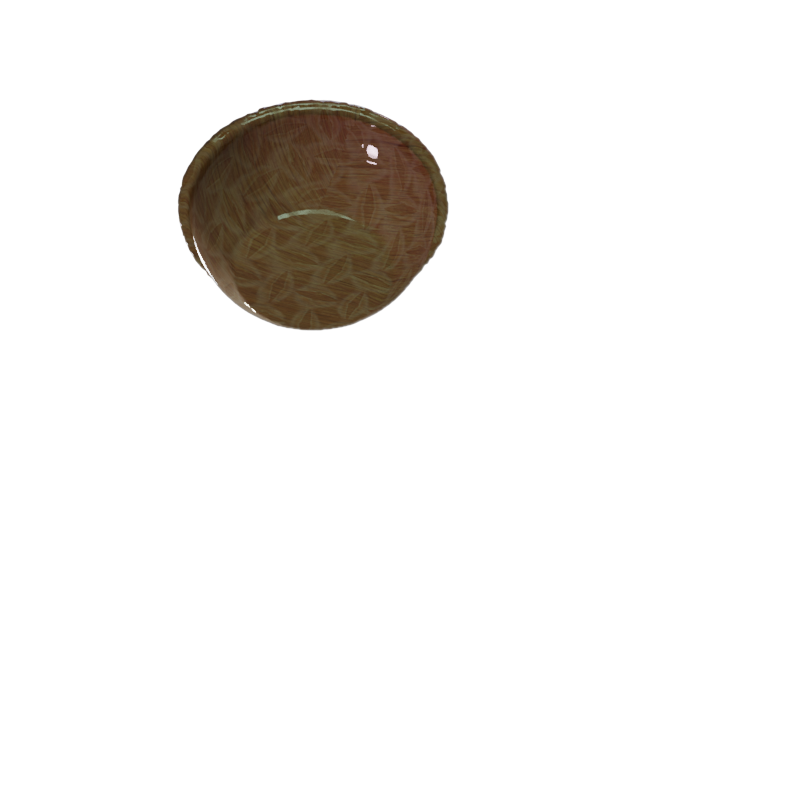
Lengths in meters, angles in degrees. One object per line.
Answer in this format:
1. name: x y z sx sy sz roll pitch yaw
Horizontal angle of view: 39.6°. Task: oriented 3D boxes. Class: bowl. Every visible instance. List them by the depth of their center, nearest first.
1. bowl: -0.050 -0.092 0.643 0.162 0.151 0.059 1 44 -1
